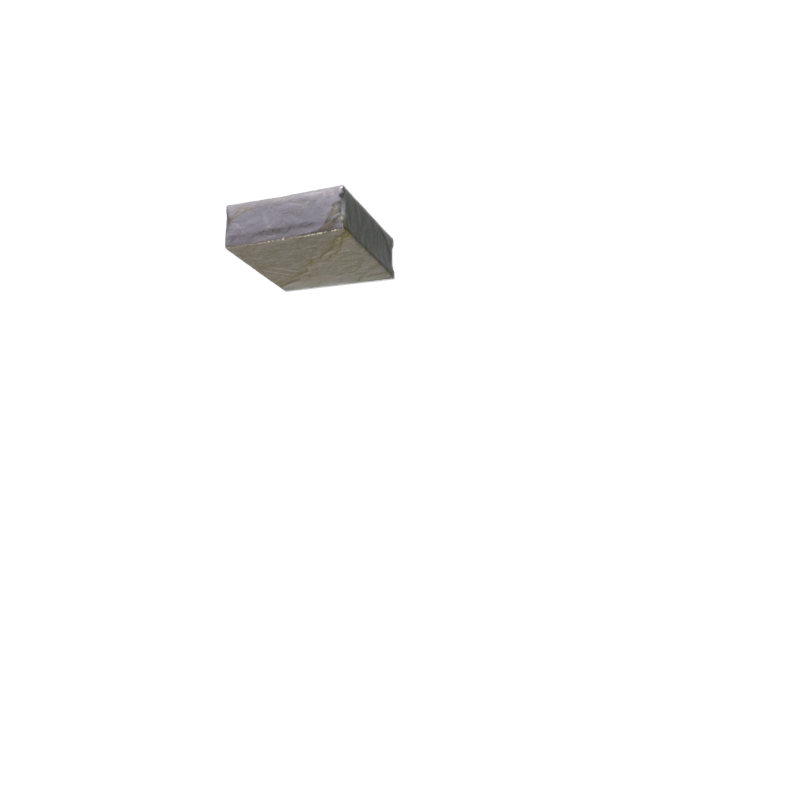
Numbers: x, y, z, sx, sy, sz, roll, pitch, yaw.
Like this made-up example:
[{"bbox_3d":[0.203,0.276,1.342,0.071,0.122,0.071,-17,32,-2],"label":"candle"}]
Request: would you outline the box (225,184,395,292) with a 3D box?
[{"bbox_3d":[-0.051,-0.093,0.653,0.074,0.031,0.084,-6,-16,20],"label":"box"}]
